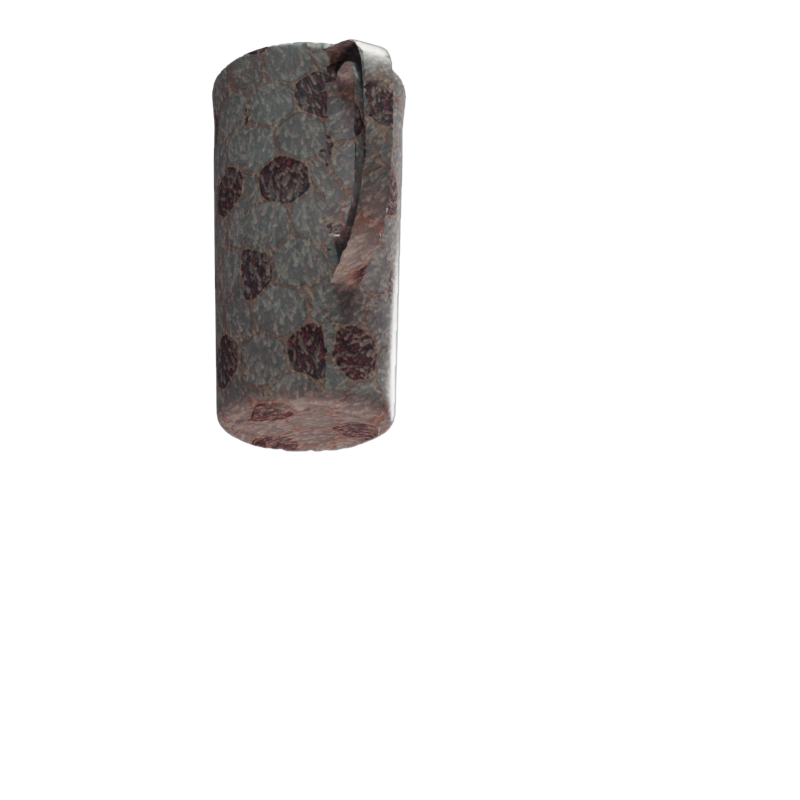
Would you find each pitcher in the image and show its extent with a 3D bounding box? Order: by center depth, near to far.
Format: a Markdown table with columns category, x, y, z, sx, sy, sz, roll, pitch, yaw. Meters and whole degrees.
| category | x | y | z | sx | sy | sz | roll | pitch | yaw |
| --- | --- | --- | --- | --- | --- | --- | --- | --- | --- |
| pitcher | -0.055 | -0.101 | 0.704 | 0.147 | 0.256 | 0.139 | -8 | -24 | 16 |
